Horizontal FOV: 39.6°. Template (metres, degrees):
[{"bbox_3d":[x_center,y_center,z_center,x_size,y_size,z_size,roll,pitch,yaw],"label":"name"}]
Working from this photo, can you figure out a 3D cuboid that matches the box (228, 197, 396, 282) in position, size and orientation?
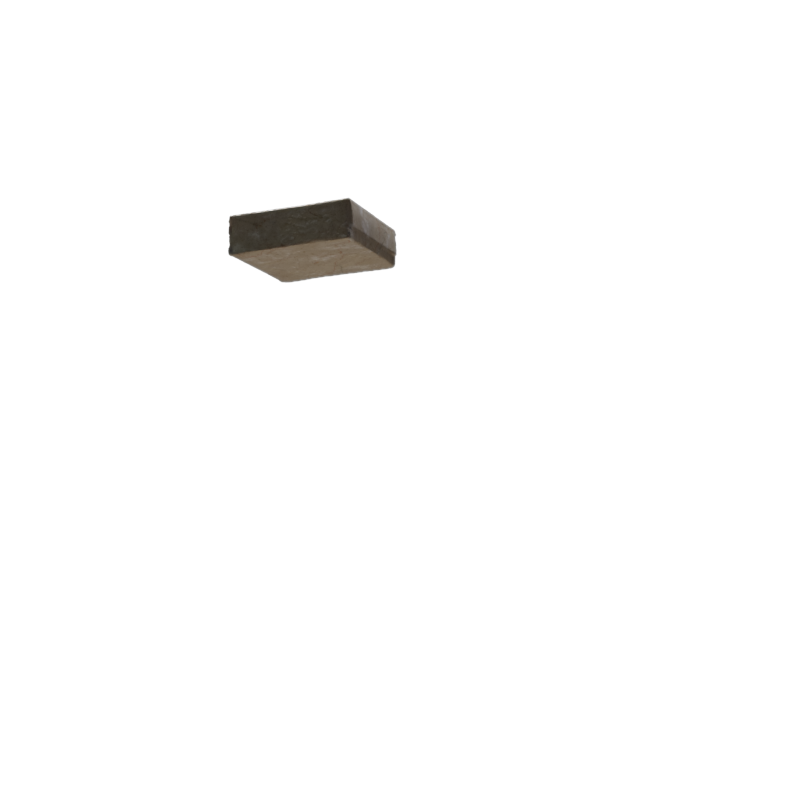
[{"bbox_3d":[-0.071,-0.130,0.912,0.116,0.040,0.085,-6,-14,25],"label":"box"}]
